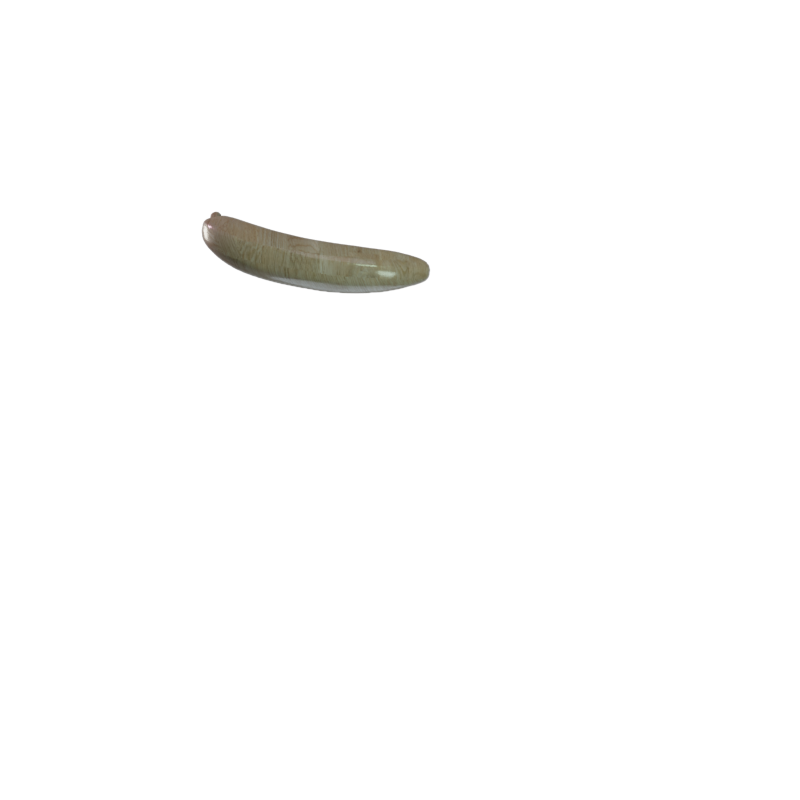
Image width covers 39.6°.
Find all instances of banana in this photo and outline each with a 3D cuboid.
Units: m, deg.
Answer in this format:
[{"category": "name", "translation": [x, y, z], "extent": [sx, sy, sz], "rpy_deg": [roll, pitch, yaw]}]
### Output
[{"category": "banana", "translation": [-0.079, -0.114, 0.847], "extent": [0.206, 0.034, 0.071], "rpy_deg": [18, 39, 23]}]
